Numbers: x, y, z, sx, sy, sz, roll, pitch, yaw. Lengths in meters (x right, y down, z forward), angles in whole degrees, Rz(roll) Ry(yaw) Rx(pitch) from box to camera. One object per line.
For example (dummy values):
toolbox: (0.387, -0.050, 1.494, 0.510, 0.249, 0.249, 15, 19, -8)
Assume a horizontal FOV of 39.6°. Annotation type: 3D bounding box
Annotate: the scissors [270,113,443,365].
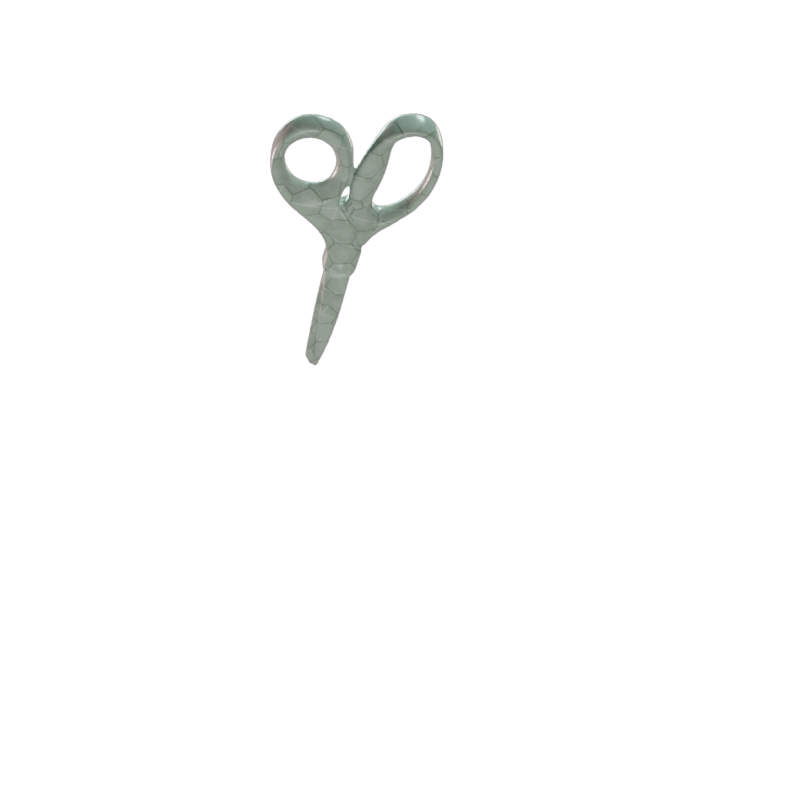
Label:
scissors: (-0.048, -0.087, 0.608, 0.093, 0.017, 0.195, 18, -42, -22)
